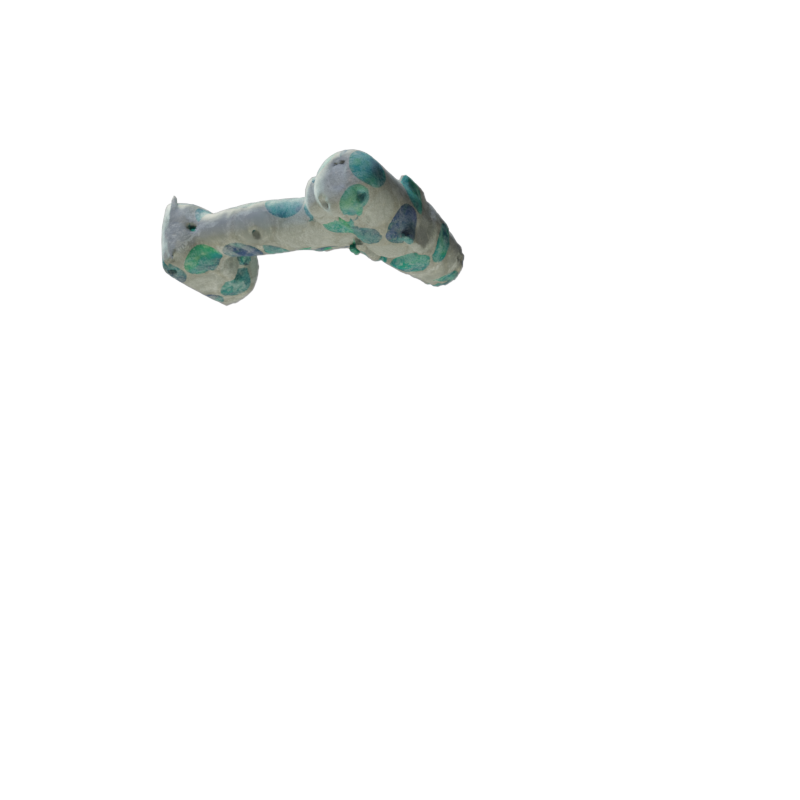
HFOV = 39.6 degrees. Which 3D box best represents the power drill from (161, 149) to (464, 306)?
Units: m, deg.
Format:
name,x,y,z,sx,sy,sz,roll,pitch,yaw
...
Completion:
name,x,y,z,sx,sy,sz,roll,pitch,yaw
power drill,-0.063,-0.115,0.804,0.191,0.060,0.172,-9,-20,24
